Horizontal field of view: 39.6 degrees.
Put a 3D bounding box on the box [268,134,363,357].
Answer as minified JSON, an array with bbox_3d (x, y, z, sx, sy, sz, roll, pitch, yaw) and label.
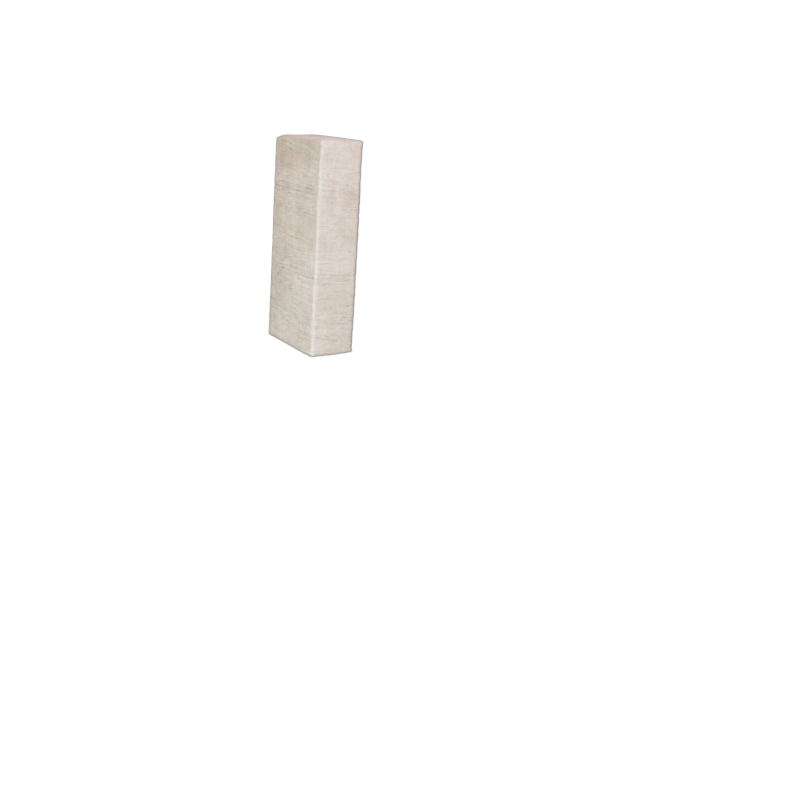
[{"bbox_3d":[-0.073,-0.132,0.926,0.047,0.172,0.098,-4,11,-28],"label":"box"}]
